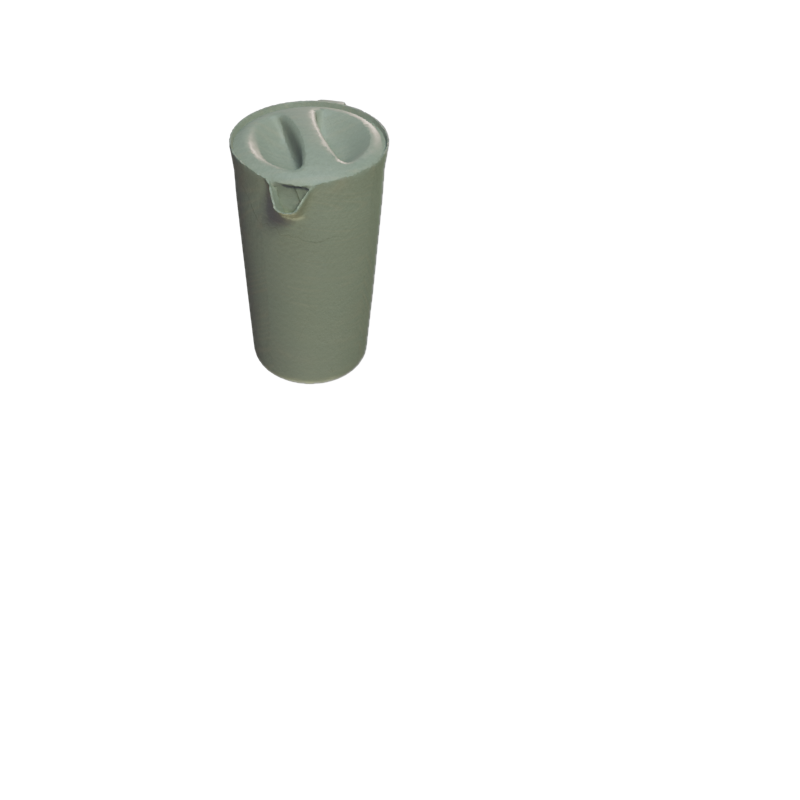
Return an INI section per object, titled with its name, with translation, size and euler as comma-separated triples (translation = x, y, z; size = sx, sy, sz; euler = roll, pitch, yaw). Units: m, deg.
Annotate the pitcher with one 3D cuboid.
[pitcher]
translation = -0.078, -0.142, 0.998
size = 0.148, 0.227, 0.156
euler = -23, 46, -27
